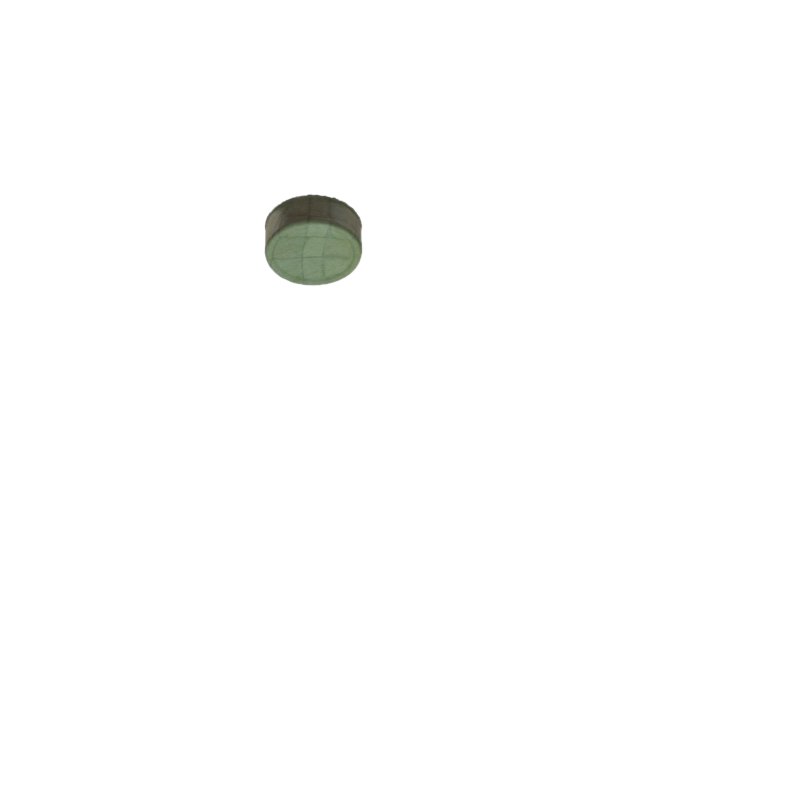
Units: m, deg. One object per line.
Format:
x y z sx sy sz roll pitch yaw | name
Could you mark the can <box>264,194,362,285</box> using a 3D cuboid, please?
-0.076 -0.138 0.966 0.086 0.036 0.080 1 -36 -2 | can
